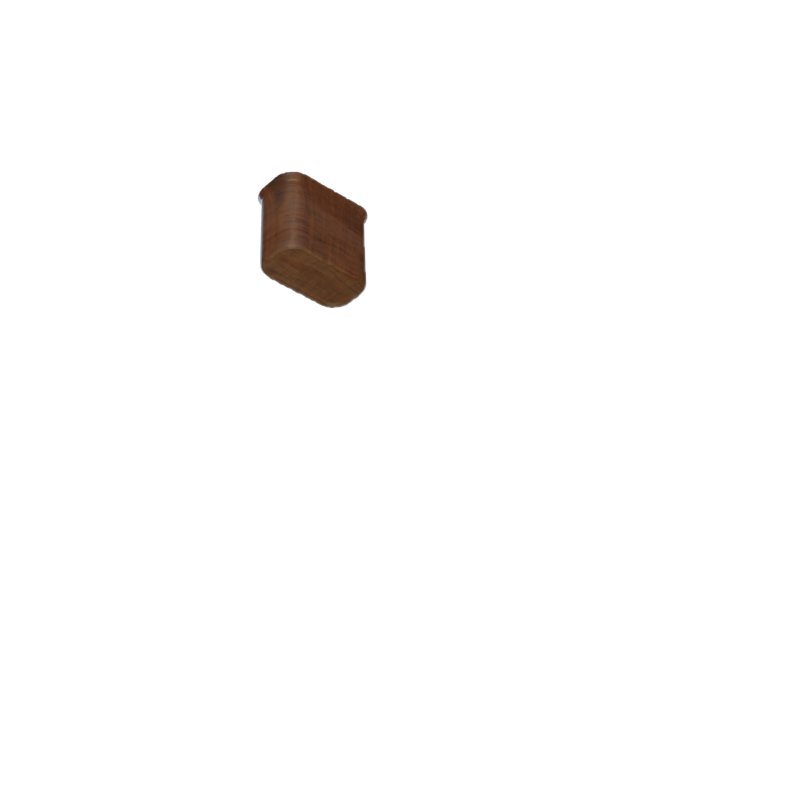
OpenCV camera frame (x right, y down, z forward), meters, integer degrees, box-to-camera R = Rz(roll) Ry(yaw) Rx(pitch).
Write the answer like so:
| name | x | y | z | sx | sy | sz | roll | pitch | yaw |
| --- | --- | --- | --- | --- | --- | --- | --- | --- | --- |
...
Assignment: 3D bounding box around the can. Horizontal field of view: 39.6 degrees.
| name | x | y | z | sx | sy | sz | roll | pitch | yaw |
| --- | --- | --- | --- | --- | --- | --- | --- | --- | --- |
| can | -0.077 | -0.140 | 0.978 | 0.096 | 0.090 | 0.057 | 26 | -44 | -33 |
